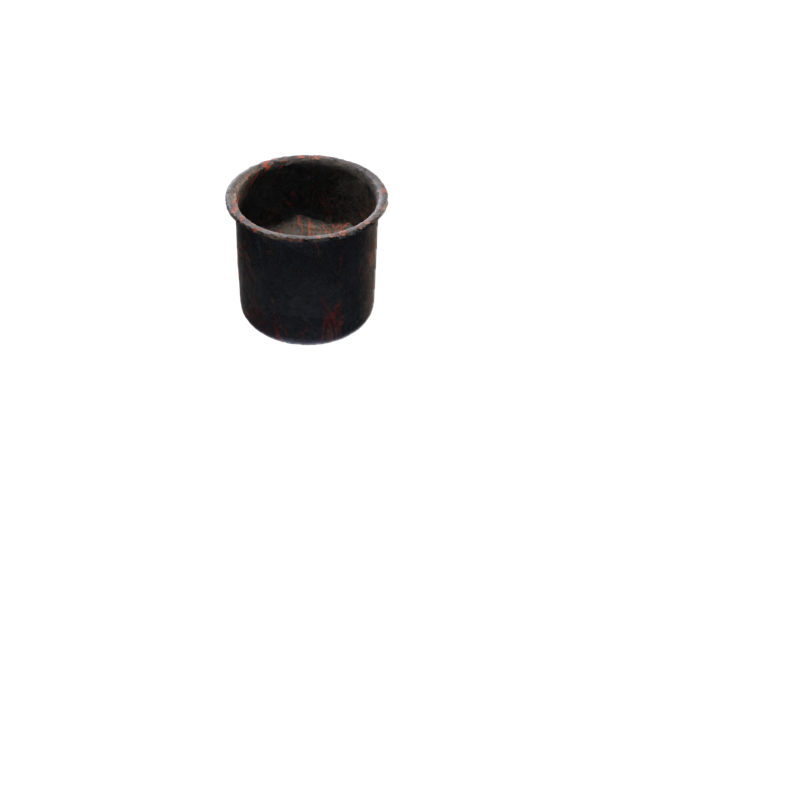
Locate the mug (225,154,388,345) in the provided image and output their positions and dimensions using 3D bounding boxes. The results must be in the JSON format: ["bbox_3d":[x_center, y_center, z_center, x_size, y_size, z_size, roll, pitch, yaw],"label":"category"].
[{"bbox_3d":[-0.052,-0.095,0.662,0.095,0.076,0.123,10,40,11],"label":"mug"}]
